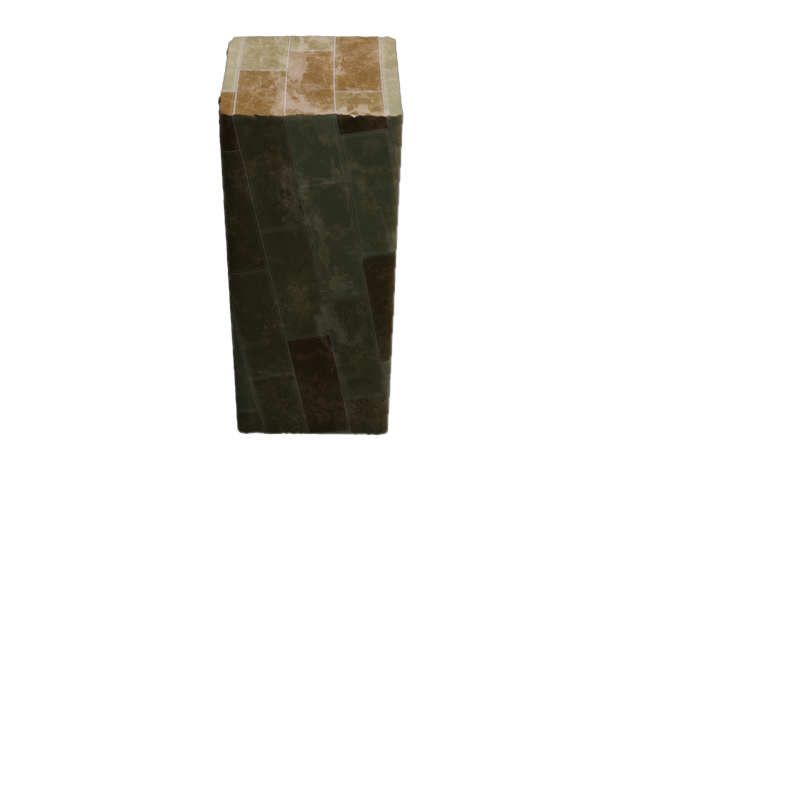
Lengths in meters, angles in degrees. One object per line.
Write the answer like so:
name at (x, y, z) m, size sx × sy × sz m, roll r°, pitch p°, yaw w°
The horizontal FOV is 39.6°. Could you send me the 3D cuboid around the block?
block at (-0.048, -0.087, 0.610) m, size 0.090 × 0.193 × 0.097 m, roll 1°, pitch 38°, yaw -3°
